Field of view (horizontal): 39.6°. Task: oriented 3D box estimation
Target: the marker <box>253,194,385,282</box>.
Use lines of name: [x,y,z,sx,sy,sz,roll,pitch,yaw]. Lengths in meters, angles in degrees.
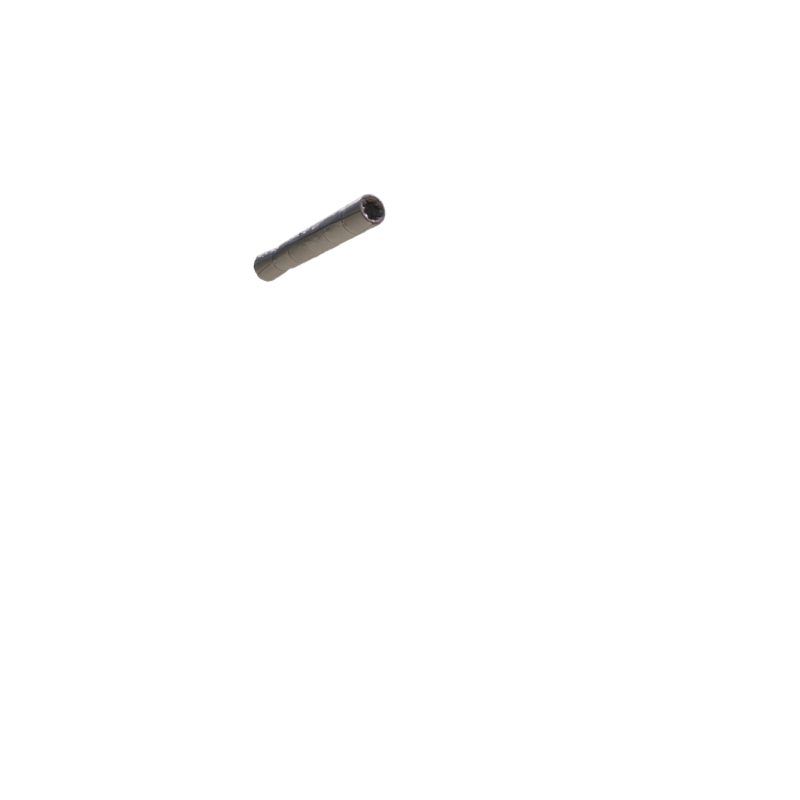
marker: [-0.052,-0.095,0.665,0.019,0.020,0.122,-3,-10,-38]
